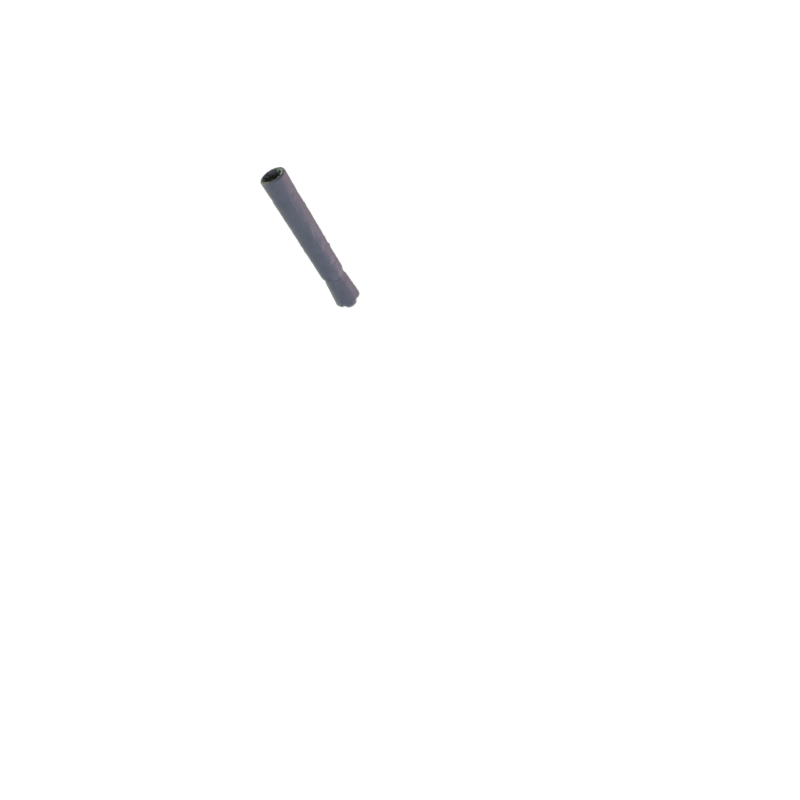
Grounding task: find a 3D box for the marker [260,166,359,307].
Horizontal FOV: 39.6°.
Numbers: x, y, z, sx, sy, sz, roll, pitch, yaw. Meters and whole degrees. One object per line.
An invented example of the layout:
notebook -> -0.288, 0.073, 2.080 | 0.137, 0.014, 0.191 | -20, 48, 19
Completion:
marker -> -0.060, -0.110, 0.771 | 0.020, 0.112, 0.021 | -23, 34, 15
